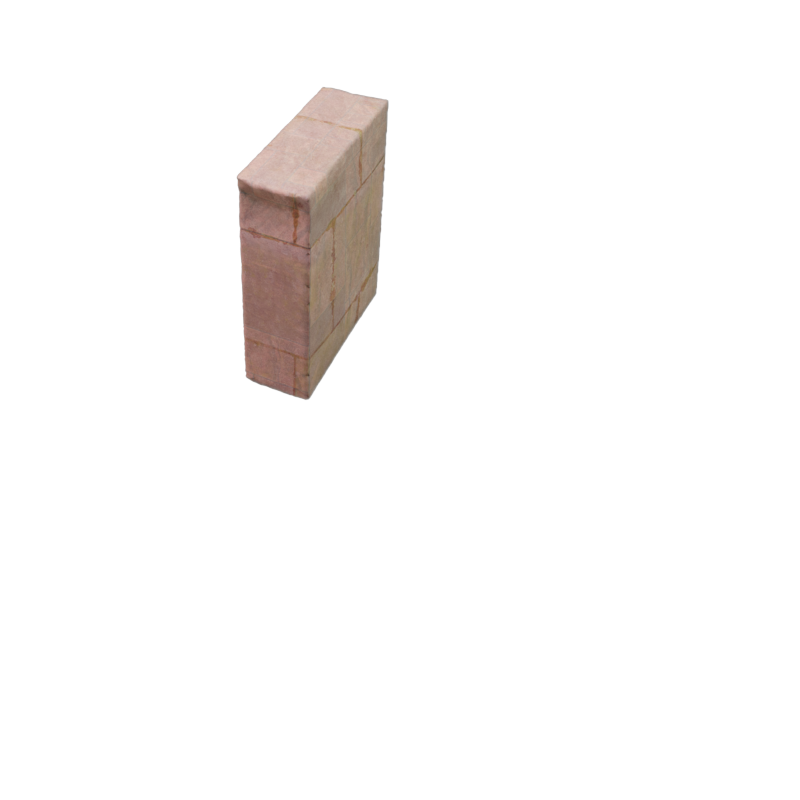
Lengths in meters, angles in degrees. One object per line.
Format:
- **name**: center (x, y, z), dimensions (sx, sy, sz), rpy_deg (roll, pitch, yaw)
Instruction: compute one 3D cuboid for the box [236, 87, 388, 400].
- **box**: center (-0.074, -0.136, 0.950), dimensions (0.074, 0.199, 0.170), rpy_deg (15, 42, 14)
